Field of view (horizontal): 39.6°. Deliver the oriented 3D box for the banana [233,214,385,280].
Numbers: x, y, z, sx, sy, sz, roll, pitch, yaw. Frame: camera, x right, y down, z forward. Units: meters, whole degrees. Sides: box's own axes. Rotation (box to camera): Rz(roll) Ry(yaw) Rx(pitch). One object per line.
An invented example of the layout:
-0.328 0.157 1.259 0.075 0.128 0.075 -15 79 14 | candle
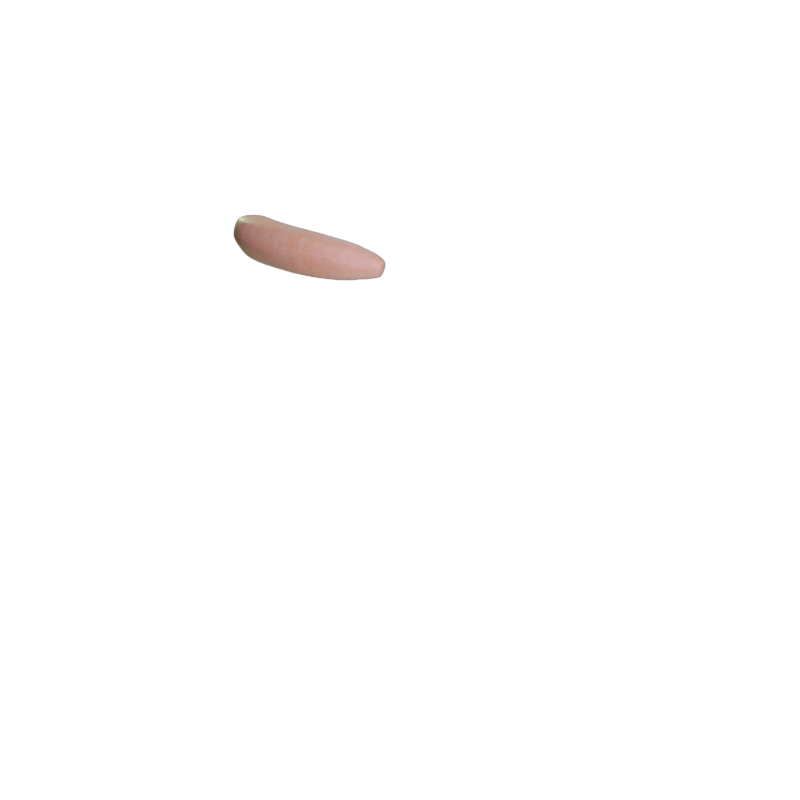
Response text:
-0.091 -0.132 0.933 0.068 0.035 0.210 -10 22 -30 | banana
